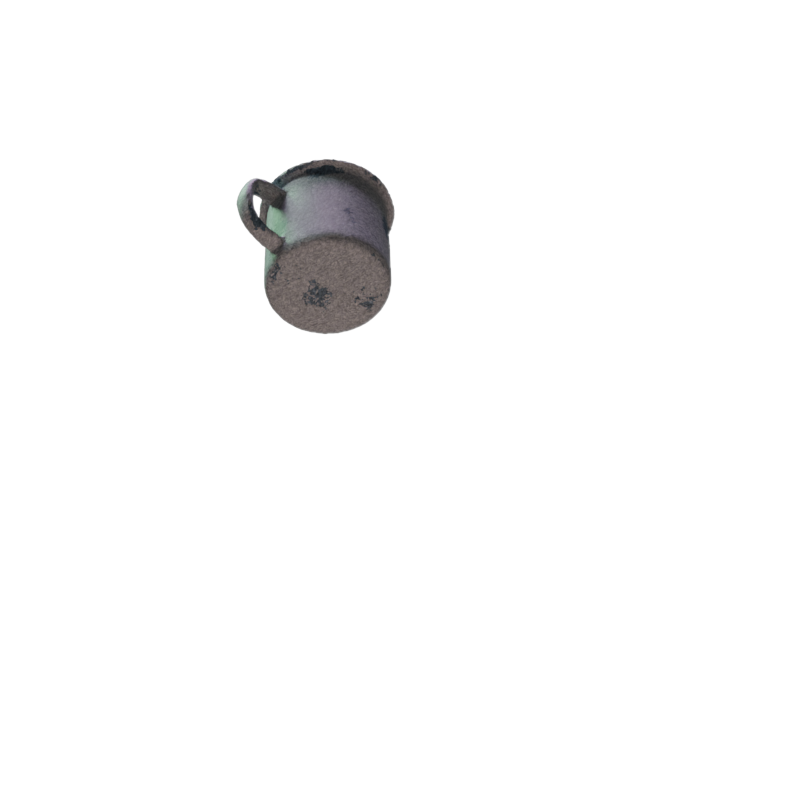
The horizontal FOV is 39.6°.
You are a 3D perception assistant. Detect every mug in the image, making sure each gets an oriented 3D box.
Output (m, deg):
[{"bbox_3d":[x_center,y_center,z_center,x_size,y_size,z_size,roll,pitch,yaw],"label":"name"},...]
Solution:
[{"bbox_3d":[-0.057,-0.104,0.728,0.111,0.087,0.092,33,-57,-27],"label":"mug"}]
